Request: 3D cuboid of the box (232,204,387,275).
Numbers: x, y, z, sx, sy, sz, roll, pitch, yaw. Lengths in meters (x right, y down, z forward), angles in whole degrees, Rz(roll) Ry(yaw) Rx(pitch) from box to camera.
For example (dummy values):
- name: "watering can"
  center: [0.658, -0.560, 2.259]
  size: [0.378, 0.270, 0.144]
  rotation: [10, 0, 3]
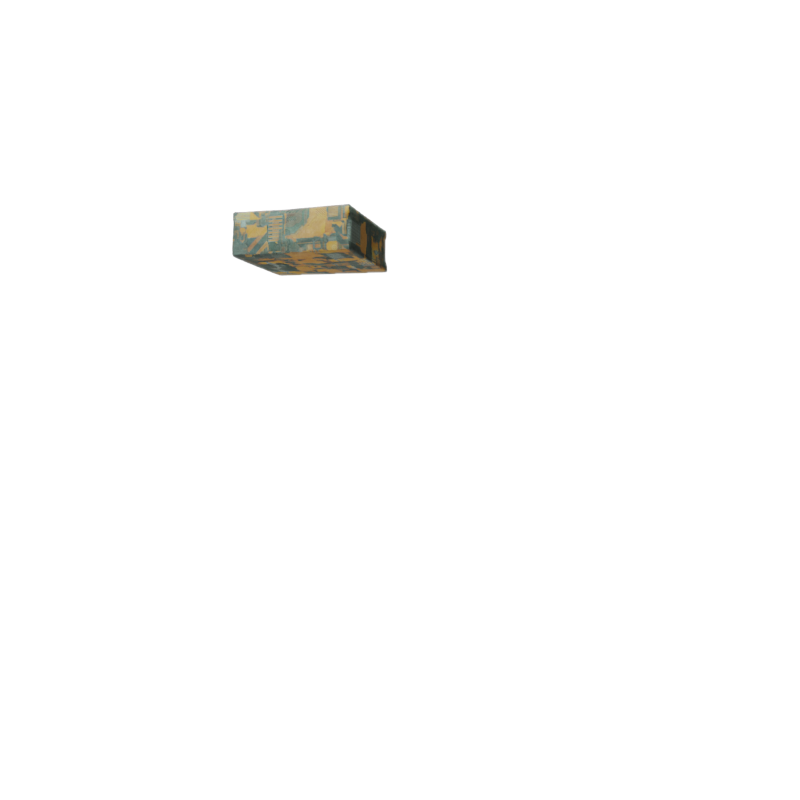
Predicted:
- name: "box"
  center: [-0.053, -0.097, 0.683]
  size: [0.075, 0.031, 0.086]
  rotation: [-1, -3, 16]
